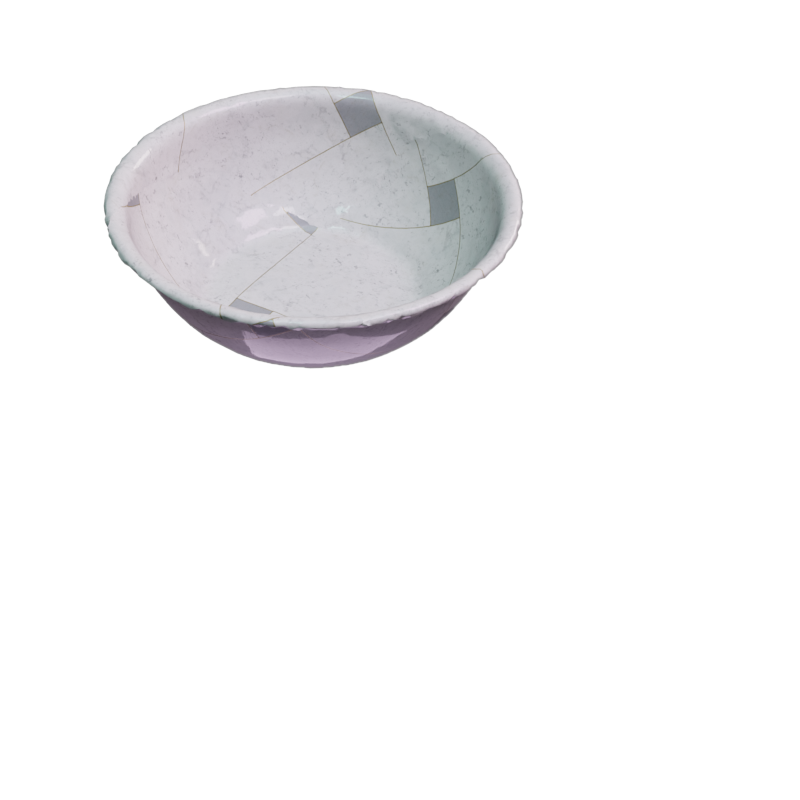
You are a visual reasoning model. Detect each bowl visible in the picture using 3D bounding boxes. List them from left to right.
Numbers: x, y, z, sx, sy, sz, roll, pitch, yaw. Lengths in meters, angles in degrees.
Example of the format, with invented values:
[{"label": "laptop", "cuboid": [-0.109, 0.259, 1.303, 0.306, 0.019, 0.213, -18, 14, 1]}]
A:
[{"label": "bowl", "cuboid": [-0.035, -0.064, 0.446, 0.162, 0.051, 0.174, -1, 42, -2]}]
